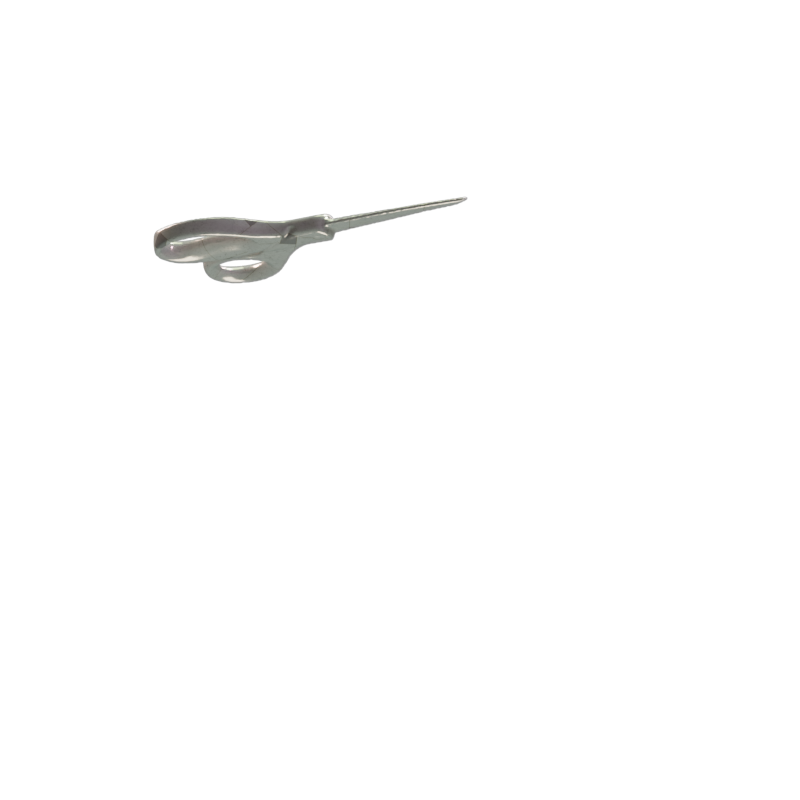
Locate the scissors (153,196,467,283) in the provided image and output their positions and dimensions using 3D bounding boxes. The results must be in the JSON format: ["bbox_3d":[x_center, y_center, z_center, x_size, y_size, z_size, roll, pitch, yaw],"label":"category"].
[{"bbox_3d":[-0.055,-0.101,0.705,0.204,0.016,0.091,-3,-15,10],"label":"scissors"}]
